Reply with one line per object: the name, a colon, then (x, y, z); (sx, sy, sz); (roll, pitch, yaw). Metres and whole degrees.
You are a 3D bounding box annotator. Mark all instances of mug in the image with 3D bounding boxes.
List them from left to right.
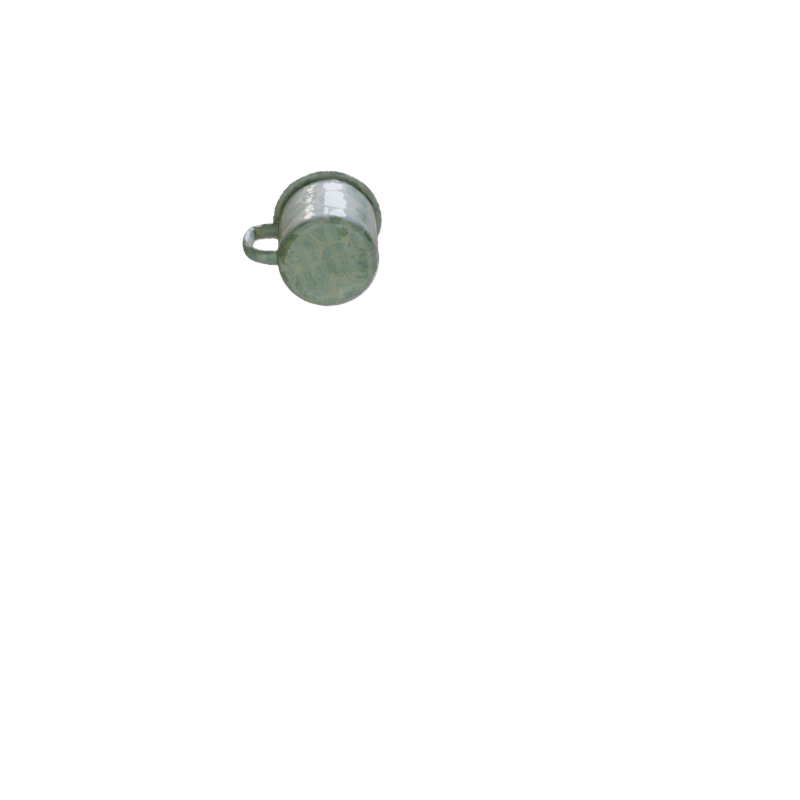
mug: (-0.072, -0.130, 0.914); (0.117, 0.088, 0.087); (0, 31, -2)
